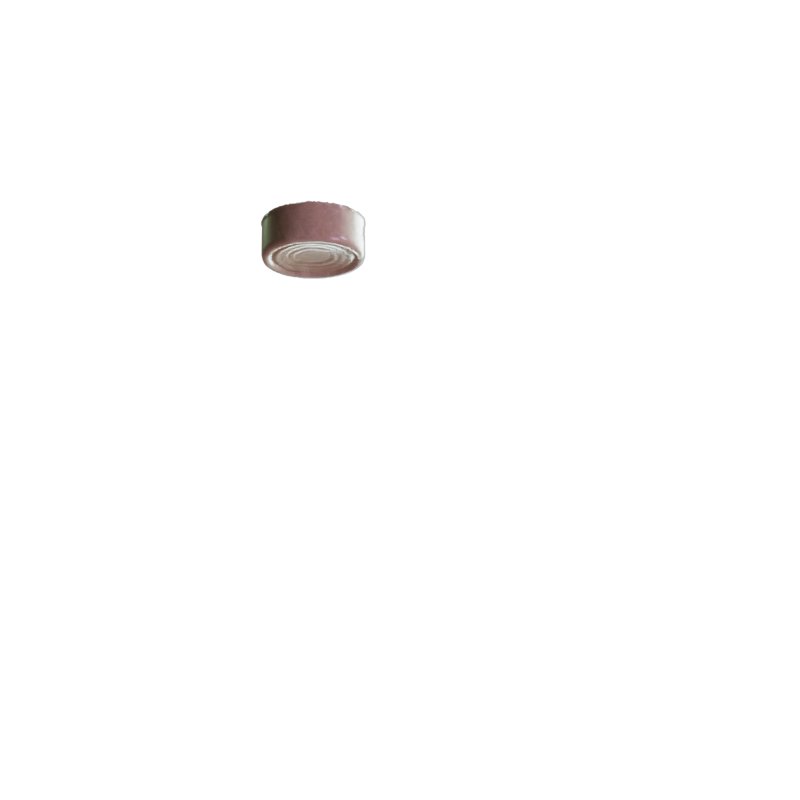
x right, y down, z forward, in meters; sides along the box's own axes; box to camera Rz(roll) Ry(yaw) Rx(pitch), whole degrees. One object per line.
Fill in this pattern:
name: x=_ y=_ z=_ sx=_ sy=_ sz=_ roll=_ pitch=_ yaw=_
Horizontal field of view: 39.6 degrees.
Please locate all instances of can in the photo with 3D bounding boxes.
can: x=-0.071 y=-0.129 z=0.903 sx=0.086 sy=0.035 sz=0.082 roll=0 pitch=-17 yaw=-2
